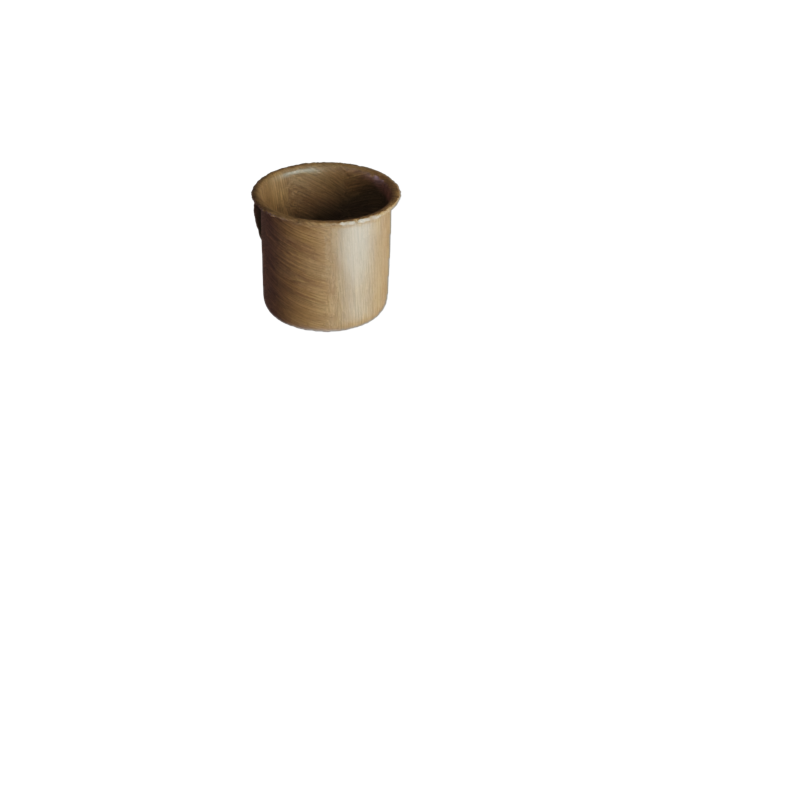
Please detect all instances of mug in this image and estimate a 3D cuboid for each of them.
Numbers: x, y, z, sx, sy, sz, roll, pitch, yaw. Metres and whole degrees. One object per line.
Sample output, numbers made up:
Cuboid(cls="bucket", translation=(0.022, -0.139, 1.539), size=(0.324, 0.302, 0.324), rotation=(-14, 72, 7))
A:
Cuboid(cls="mug", translation=(-0.056, -0.102, 0.715), size=(0.093, 0.077, 0.125), rotation=(-26, 41, -36))
